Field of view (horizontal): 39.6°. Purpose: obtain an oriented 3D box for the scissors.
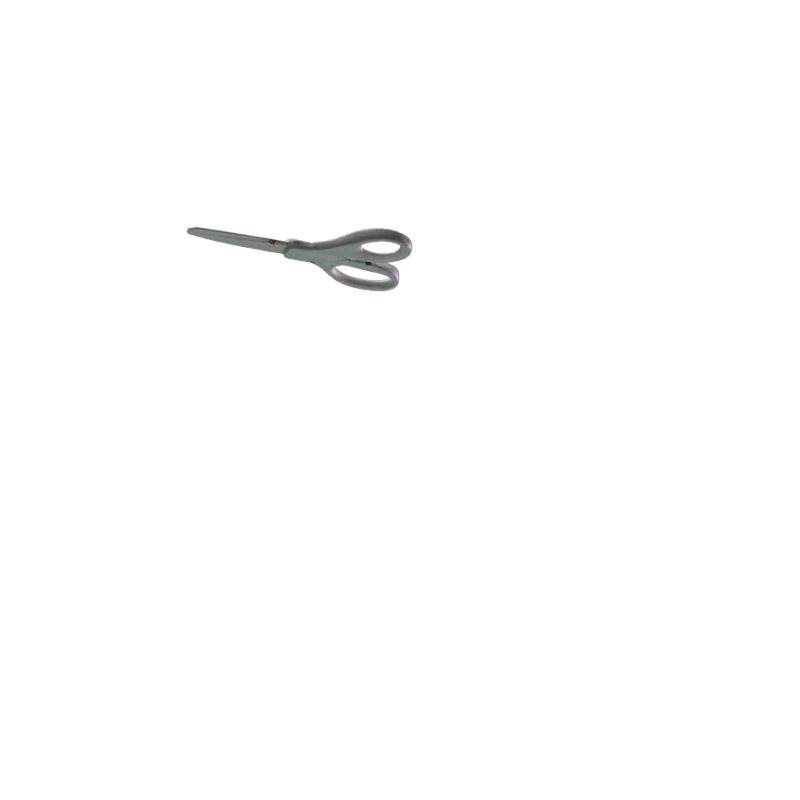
[{"bbox_3d":[-0.076,-0.139,0.972,0.192,0.017,0.095,17,-33,-29],"label":"scissors"}]
